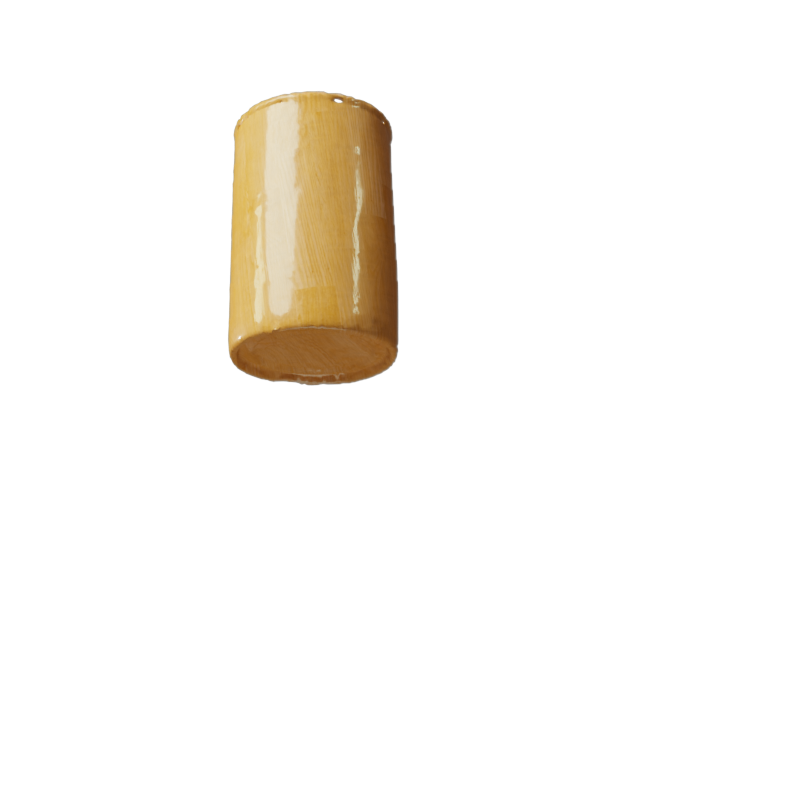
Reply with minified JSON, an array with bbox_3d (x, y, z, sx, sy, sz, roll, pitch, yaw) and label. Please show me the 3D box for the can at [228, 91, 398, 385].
[{"bbox_3d":[-0.035,-0.064,0.452,0.068,0.108,0.065,0,-23,-2],"label":"can"}]
